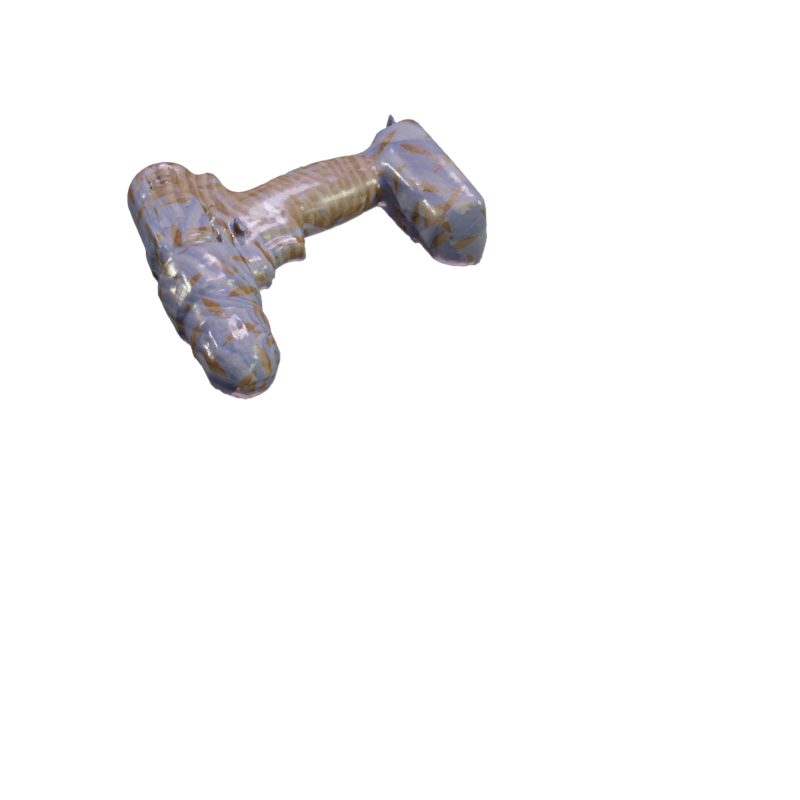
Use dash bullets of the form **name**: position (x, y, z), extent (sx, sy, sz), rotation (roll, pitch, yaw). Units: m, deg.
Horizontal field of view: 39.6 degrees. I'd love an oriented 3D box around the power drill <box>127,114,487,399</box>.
- **power drill**: position (-0.050, -0.090, 0.633), extent (0.186, 0.053, 0.200), rotation (-17, 47, -16)
